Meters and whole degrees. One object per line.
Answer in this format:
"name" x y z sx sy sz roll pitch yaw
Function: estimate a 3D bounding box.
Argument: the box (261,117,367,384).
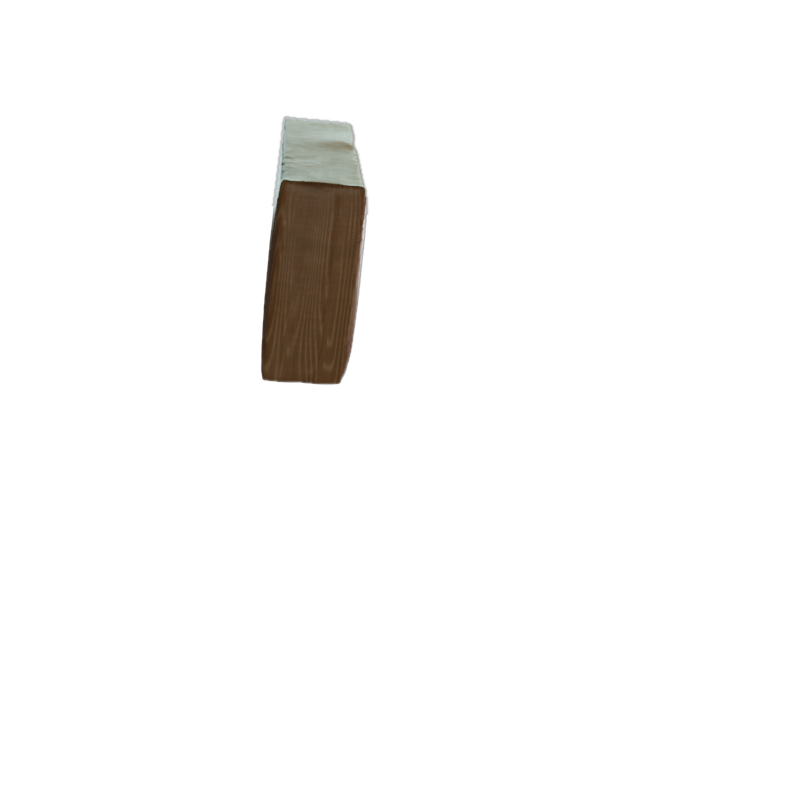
"box" -0.072 -0.132 0.926 0.071 0.157 0.225 5 23 -6
